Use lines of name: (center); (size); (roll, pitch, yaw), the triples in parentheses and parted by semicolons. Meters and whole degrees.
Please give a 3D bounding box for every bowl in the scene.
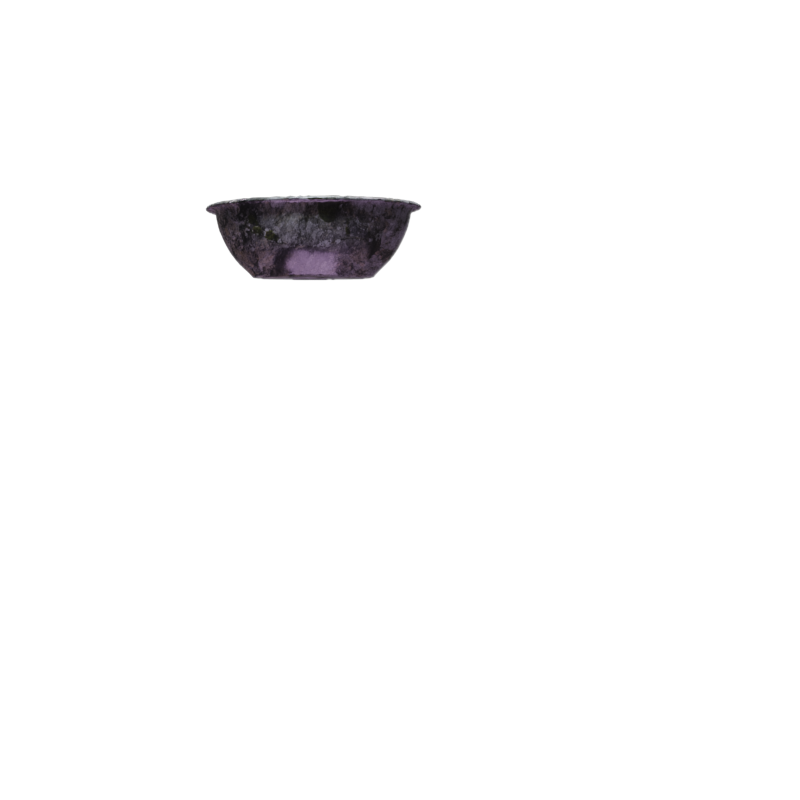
bowl: (-0.065, -0.119, 0.833); (0.162, 0.055, 0.162); (0, 4, -2)
